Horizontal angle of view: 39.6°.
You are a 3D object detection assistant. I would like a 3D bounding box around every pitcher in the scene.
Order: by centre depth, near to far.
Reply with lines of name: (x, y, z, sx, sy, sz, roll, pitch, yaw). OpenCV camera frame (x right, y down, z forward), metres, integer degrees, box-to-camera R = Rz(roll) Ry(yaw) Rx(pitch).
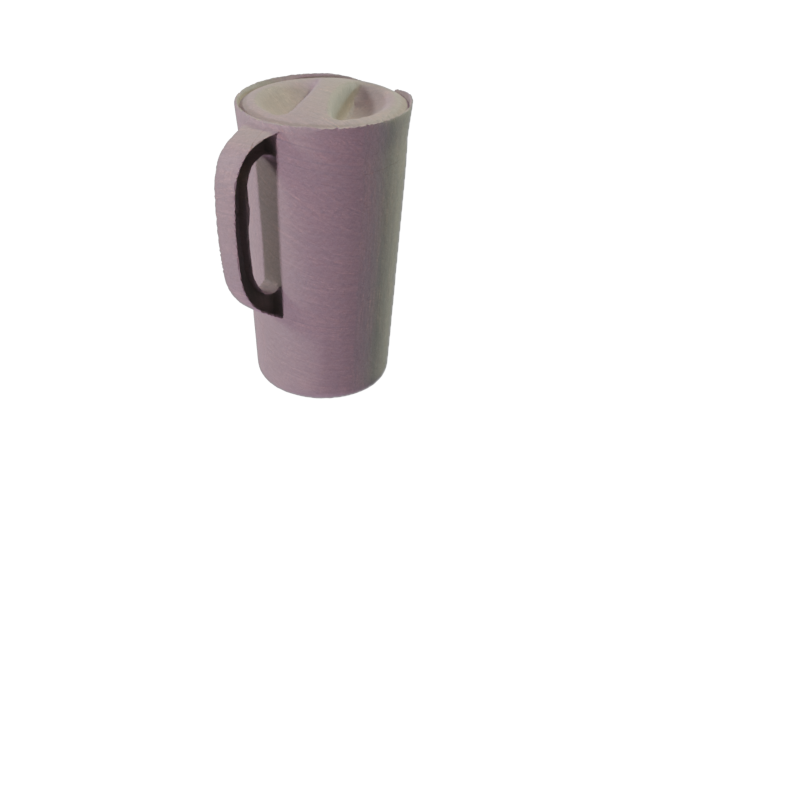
pitcher: (-0.068, -0.124, 0.867, 0.148, 0.230, 0.154, -2, 28, -6)
